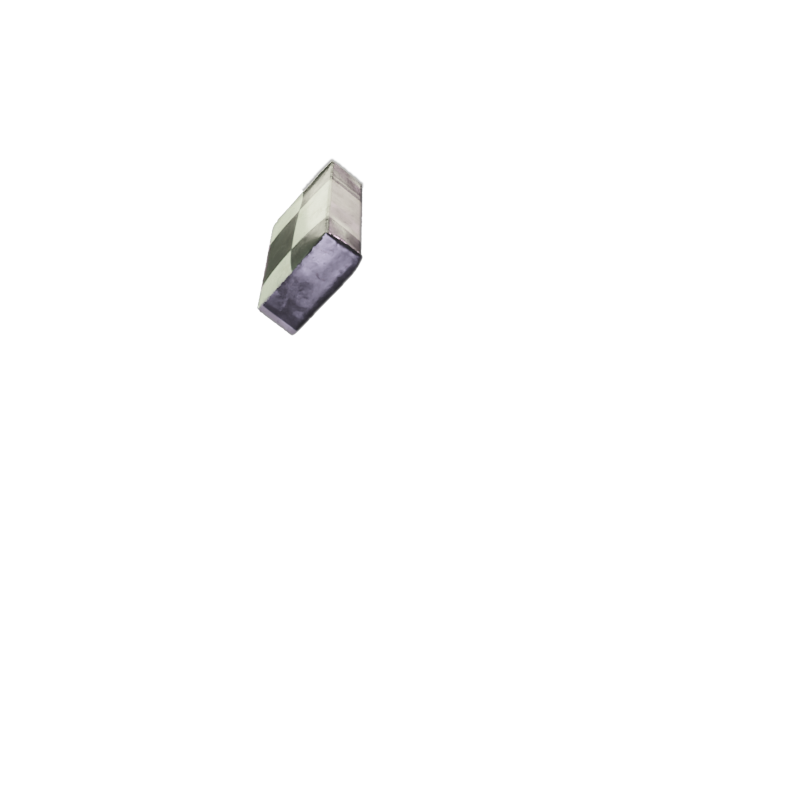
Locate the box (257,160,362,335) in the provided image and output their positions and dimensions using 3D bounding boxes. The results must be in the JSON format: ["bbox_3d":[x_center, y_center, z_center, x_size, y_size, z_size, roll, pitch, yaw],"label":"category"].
[{"bbox_3d":[-0.077,-0.139,0.974,0.046,0.092,0.187,37,21,-22],"label":"box"}]
